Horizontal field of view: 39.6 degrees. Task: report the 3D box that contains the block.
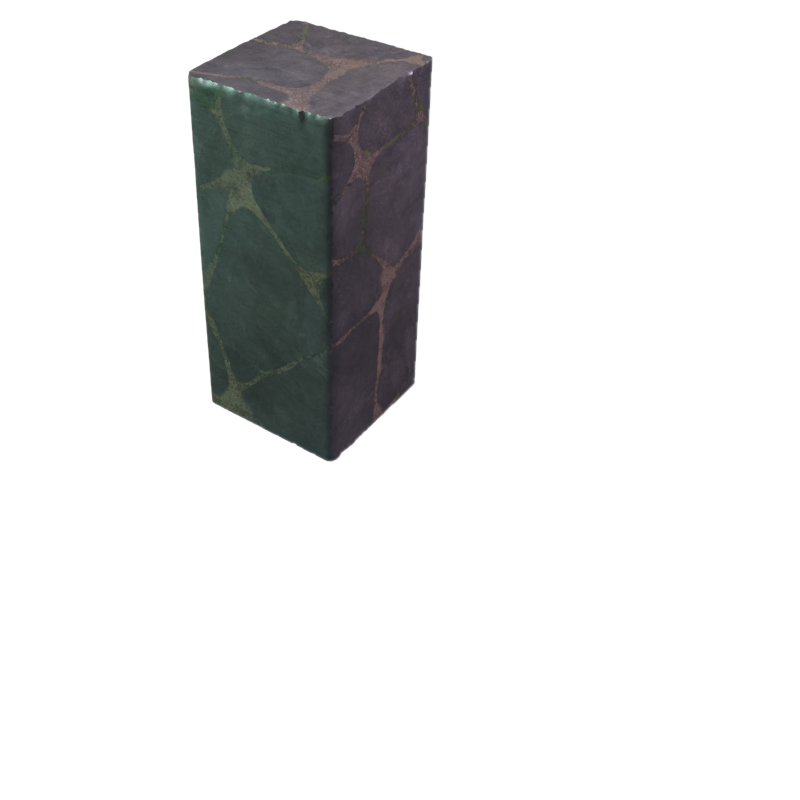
[{"bbox_3d":[-0.047,-0.085,0.594,0.096,0.193,0.091,23,41,26],"label":"block"}]
